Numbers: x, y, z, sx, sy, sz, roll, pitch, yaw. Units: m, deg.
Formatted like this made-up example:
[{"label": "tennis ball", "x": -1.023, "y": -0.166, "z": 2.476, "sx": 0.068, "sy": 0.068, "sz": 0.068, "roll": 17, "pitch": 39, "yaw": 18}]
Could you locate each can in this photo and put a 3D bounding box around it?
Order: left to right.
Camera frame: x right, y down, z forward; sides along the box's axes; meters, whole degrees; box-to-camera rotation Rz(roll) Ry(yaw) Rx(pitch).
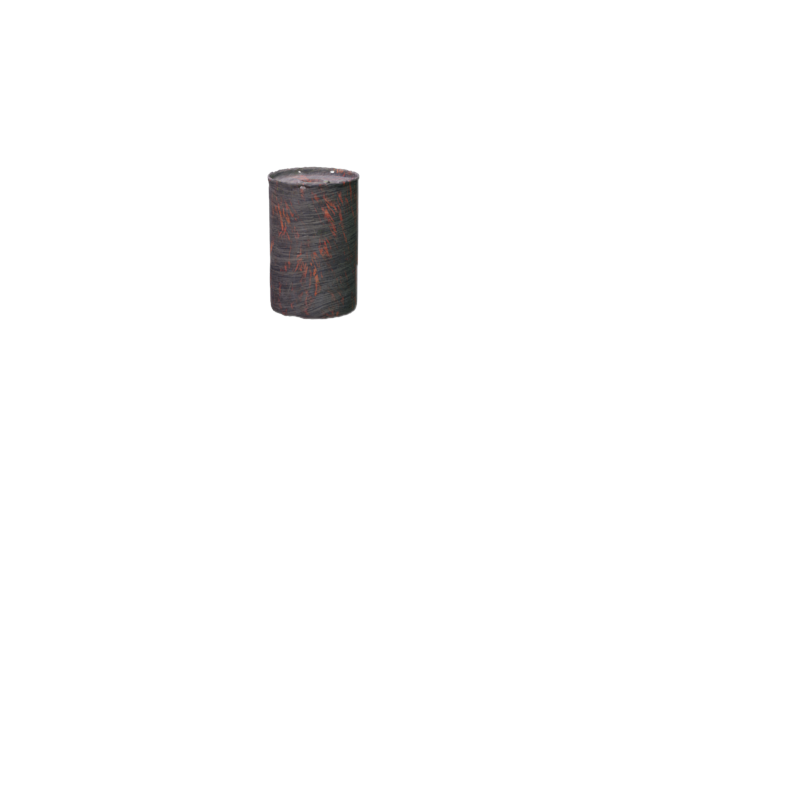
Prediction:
[{"label": "can", "x": -0.065, "y": -0.118, "z": 0.828, "sx": 0.068, "sy": 0.099, "sz": 0.071, "roll": 0, "pitch": 16, "yaw": -2}]
